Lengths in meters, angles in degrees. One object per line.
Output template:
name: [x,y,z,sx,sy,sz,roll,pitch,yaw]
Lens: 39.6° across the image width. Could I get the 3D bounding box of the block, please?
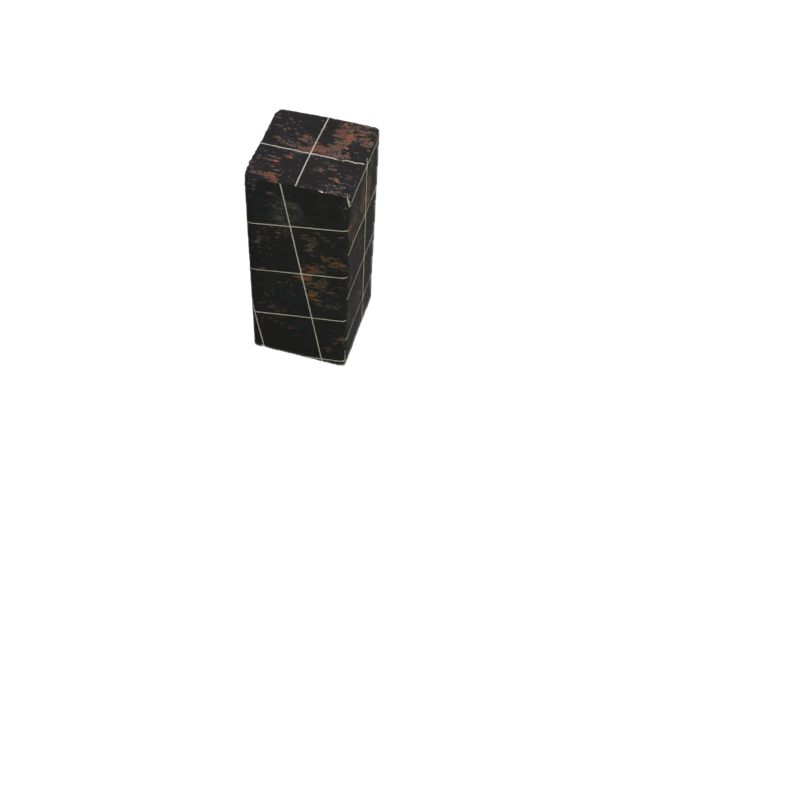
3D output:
block: [-0.075,-0.137,0.956,0.092,0.095,0.192,14,-40,8]
